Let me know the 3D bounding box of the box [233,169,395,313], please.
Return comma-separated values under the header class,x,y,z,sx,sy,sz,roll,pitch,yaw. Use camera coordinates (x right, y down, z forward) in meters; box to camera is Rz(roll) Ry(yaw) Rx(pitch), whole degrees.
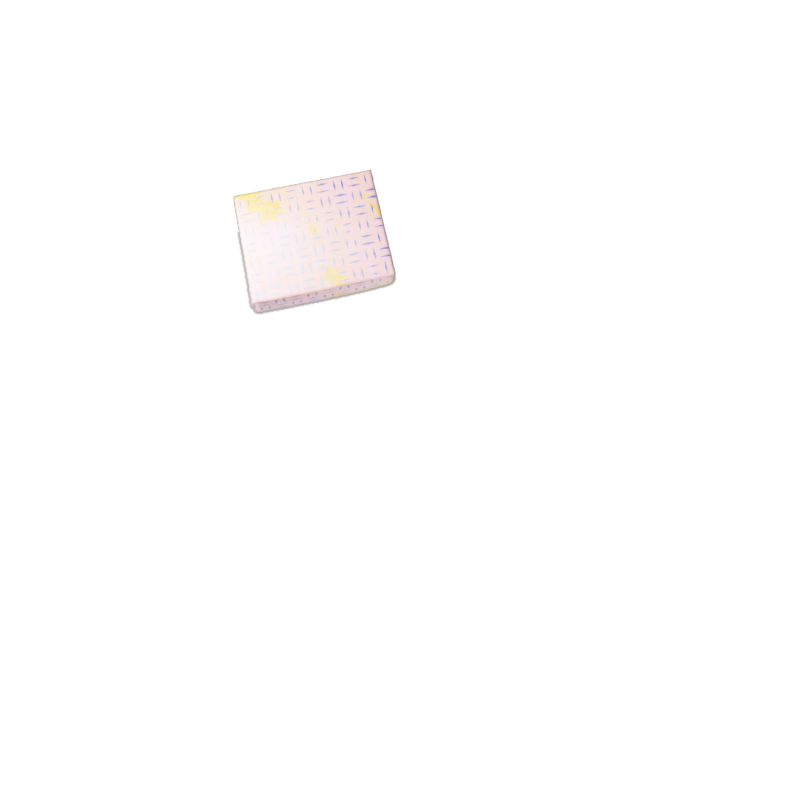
class,x,y,z,sx,sy,sz,roll,pitch,yaw
box,-0.067,-0.123,0.862,0.113,0.094,0.037,-11,-18,-4
